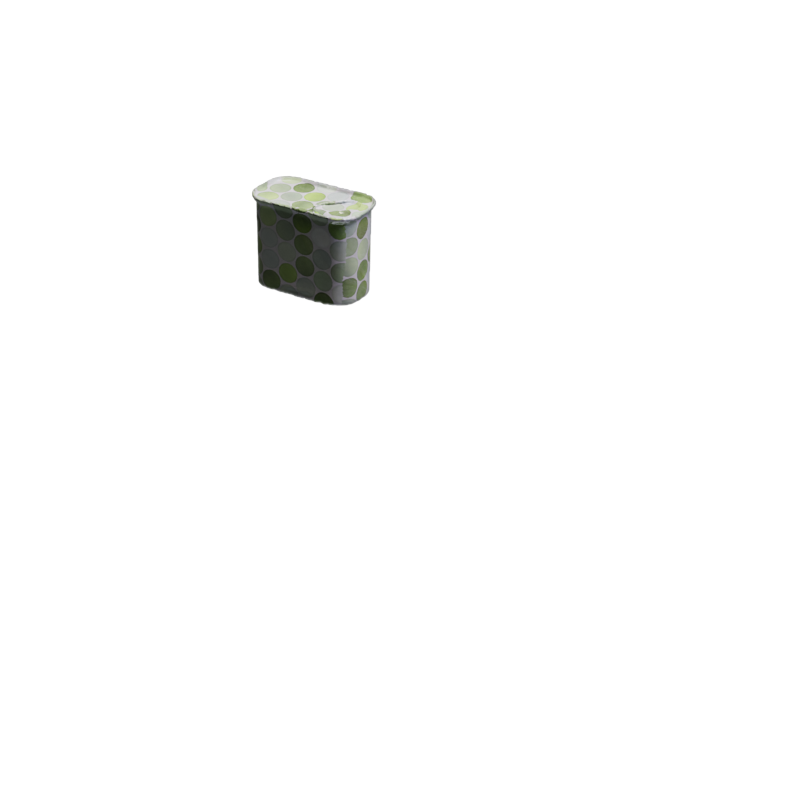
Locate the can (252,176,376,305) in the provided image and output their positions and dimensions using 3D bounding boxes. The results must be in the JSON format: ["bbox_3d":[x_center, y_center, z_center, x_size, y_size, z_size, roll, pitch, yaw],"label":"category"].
[{"bbox_3d":[-0.073,-0.133,0.929,0.107,0.079,0.058,18,33,27],"label":"can"}]
